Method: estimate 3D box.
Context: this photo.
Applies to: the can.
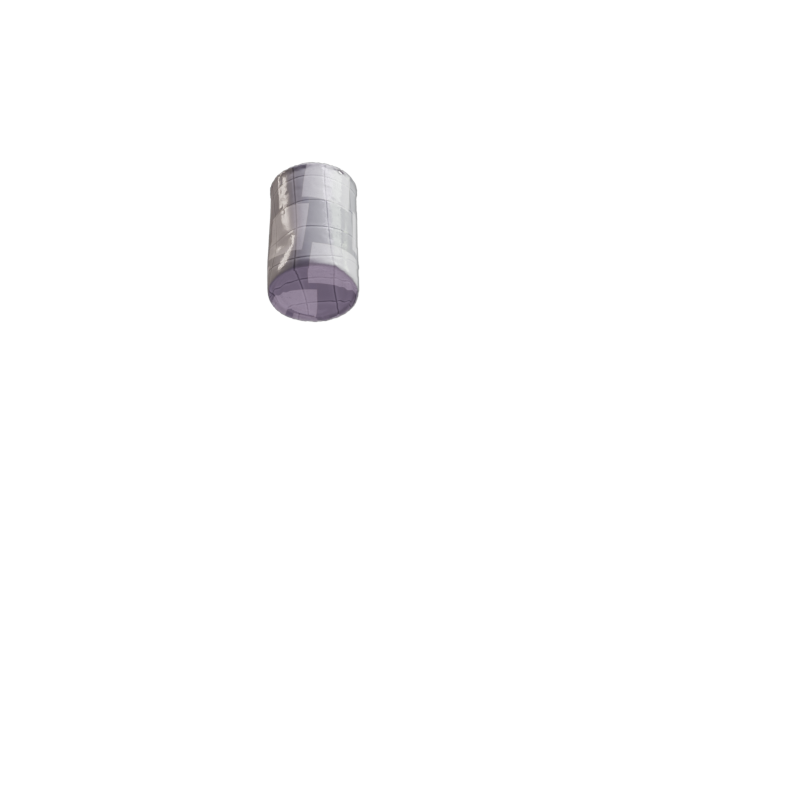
[{"bbox_3d":[-0.065,-0.118,0.827,0.068,0.110,0.064,-1,-38,-3],"label":"can"}]
